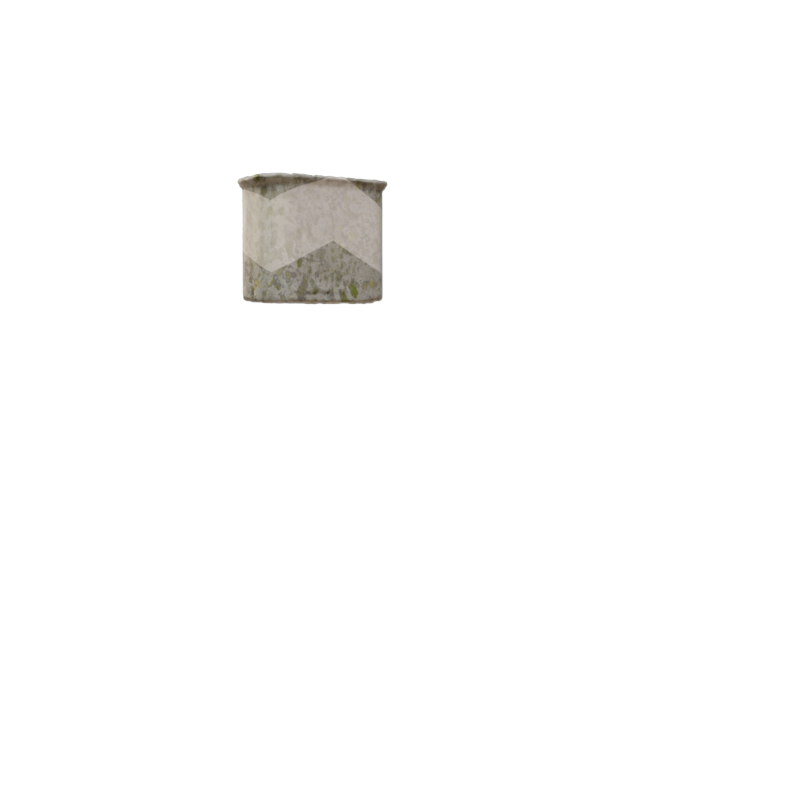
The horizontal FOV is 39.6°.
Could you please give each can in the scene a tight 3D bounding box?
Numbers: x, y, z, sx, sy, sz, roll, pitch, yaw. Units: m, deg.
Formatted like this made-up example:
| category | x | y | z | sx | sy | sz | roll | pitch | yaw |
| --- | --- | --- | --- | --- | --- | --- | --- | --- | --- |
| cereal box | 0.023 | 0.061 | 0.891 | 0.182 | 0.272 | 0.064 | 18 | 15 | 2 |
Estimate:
| category | x | y | z | sx | sy | sz | roll | pitch | yaw |
| --- | --- | --- | --- | --- | --- | --- | --- | --- | --- |
| can | -0.059 | -0.107 | 0.752 | 0.098 | 0.084 | 0.059 | -1 | -1 | -35 |
